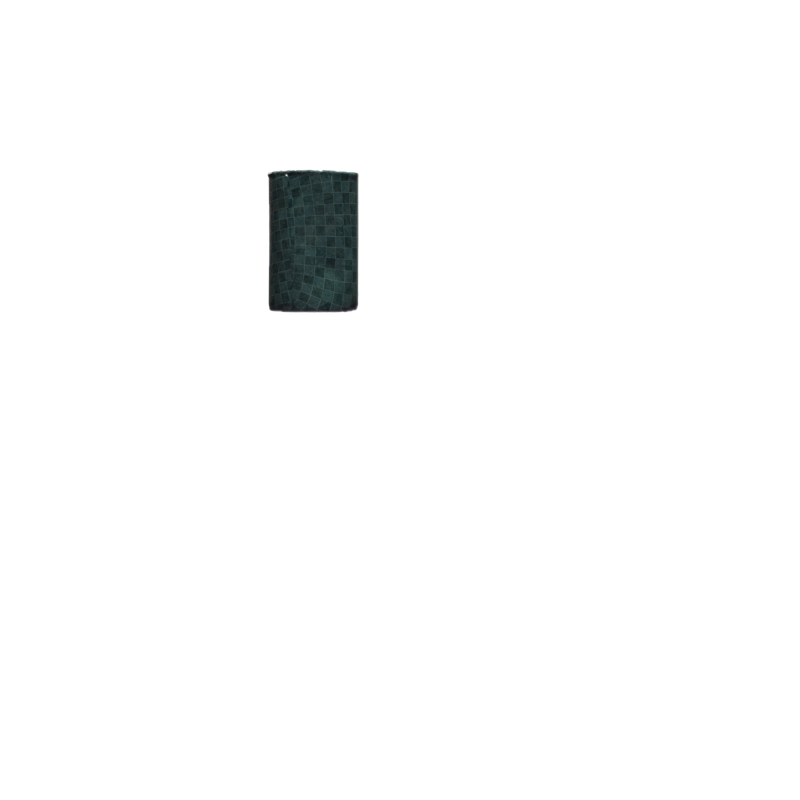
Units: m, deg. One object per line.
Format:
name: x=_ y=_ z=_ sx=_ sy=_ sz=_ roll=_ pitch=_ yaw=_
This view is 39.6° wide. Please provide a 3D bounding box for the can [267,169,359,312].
can: x=-0.064 y=-0.117 z=0.822 sx=0.068 sy=0.102 sz=0.069 roll=0 pitch=2 yaw=-2
